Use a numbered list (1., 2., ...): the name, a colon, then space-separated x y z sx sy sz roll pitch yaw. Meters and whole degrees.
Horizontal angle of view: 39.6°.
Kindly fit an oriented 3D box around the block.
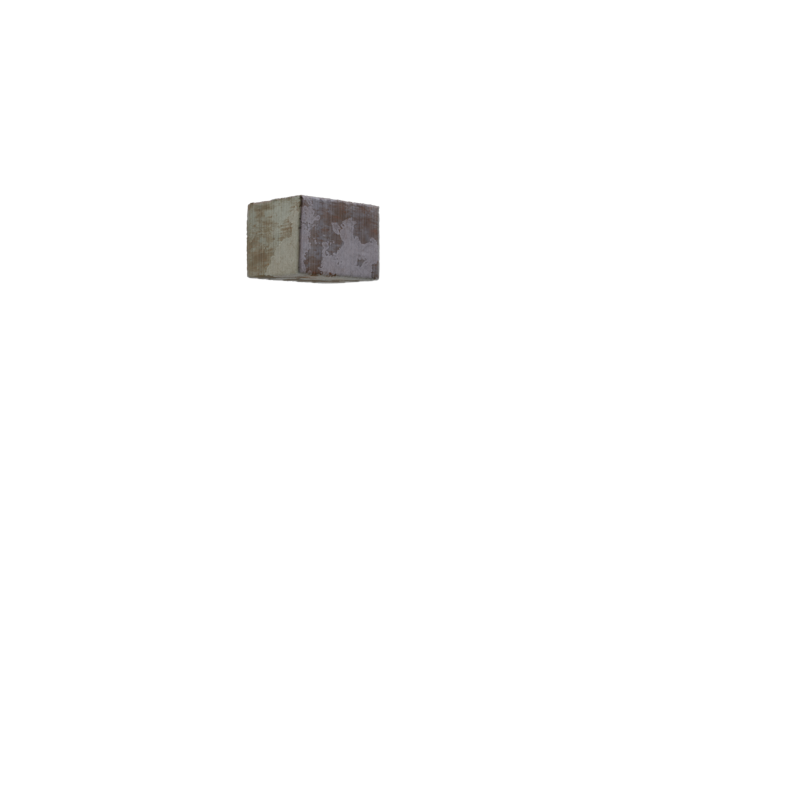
1. block: -0.058 -0.106 0.741 0.055 0.052 0.075 -2 -1 42
